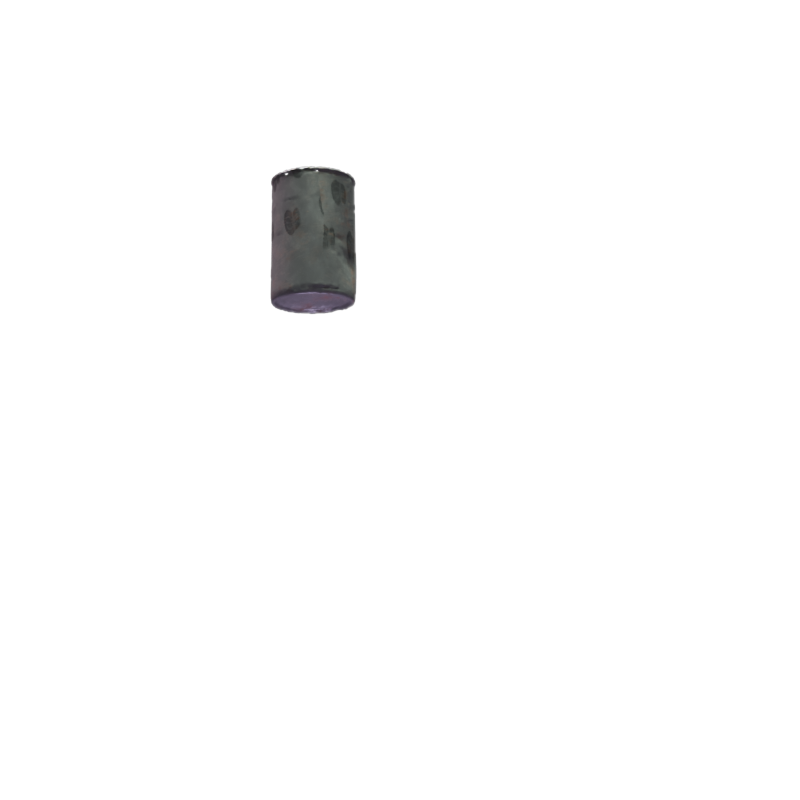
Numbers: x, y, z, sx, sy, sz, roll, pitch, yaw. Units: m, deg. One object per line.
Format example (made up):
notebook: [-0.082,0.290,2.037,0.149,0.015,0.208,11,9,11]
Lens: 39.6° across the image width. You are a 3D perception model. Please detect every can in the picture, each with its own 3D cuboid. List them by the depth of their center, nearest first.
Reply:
can: [-0.069,-0.125,0.877,0.068,0.106,0.066,0,-15,-2]
